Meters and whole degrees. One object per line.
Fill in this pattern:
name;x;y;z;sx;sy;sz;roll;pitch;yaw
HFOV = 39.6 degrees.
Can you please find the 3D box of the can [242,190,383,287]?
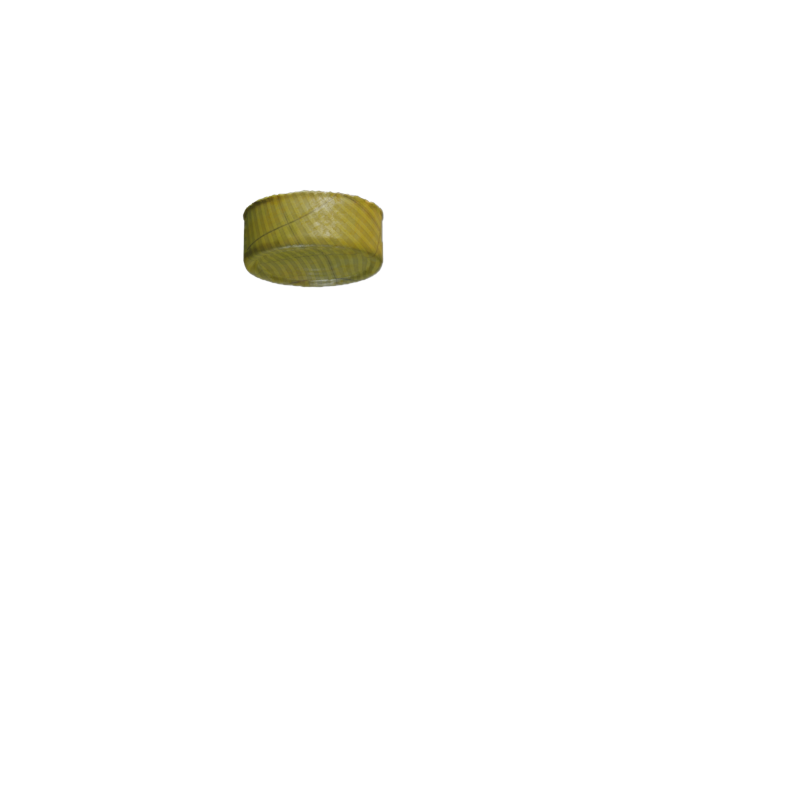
can;-0.052;-0.096;0.670;0.086;0.035;0.083;0;-13;-2
